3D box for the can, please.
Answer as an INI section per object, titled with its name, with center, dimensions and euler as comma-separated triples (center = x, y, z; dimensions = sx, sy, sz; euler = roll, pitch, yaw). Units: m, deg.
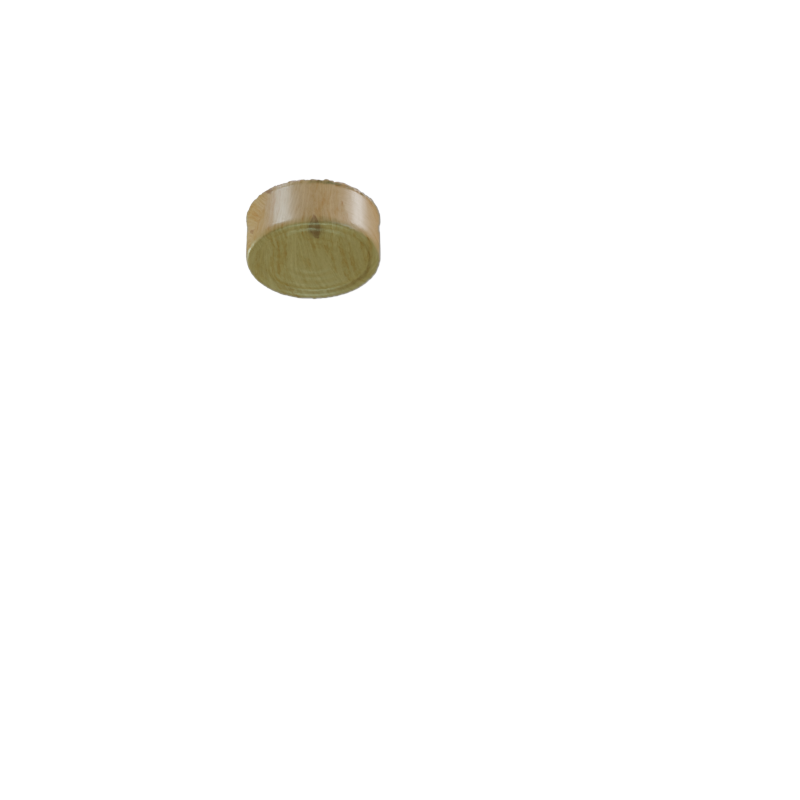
[can]
center = -0.055, -0.100, 0.698
dimensions = 0.086, 0.036, 0.080
euler = 1, -31, -2
